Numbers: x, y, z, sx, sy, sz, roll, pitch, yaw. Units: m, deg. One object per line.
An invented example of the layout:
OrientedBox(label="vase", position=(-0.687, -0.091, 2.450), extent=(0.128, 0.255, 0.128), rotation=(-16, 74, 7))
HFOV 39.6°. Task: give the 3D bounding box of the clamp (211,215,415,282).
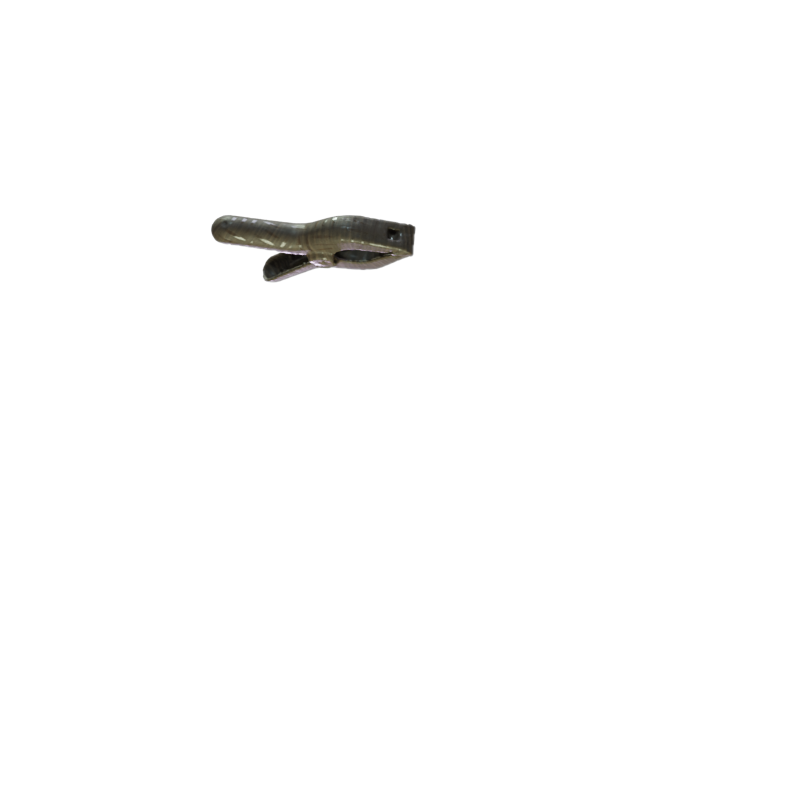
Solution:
OrientedBox(label="clamp", position=(-0.075, -0.137, 0.961), extent=(0.176, 0.041, 0.113), rotation=(-6, -12, 28))
